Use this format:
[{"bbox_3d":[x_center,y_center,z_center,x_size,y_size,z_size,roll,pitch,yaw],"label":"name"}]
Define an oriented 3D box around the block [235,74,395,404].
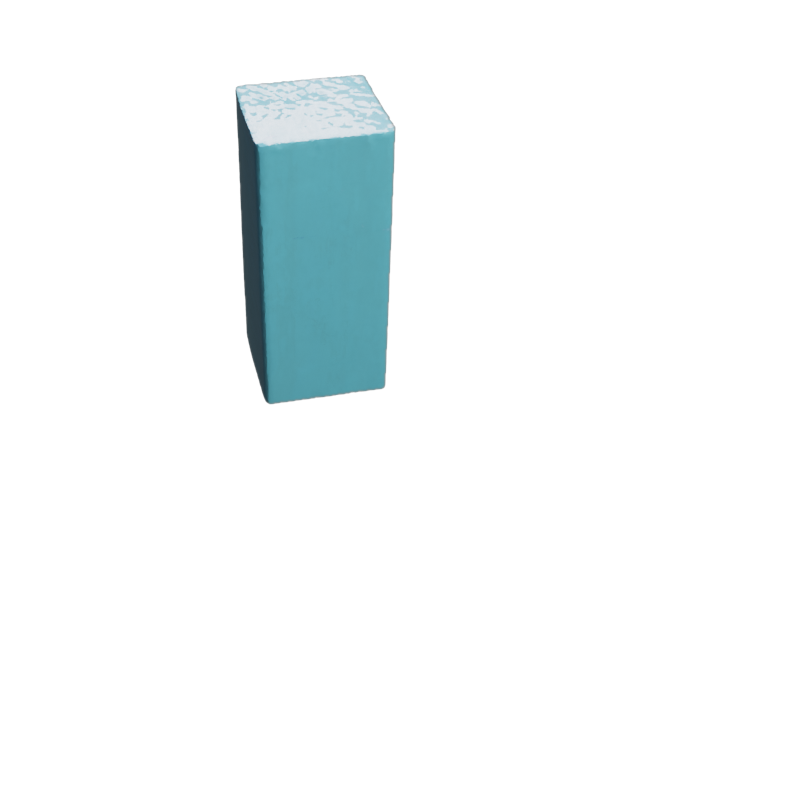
[{"bbox_3d":[-0.060,-0.109,0.764,0.090,0.193,0.097,-6,37,-12],"label":"block"}]
